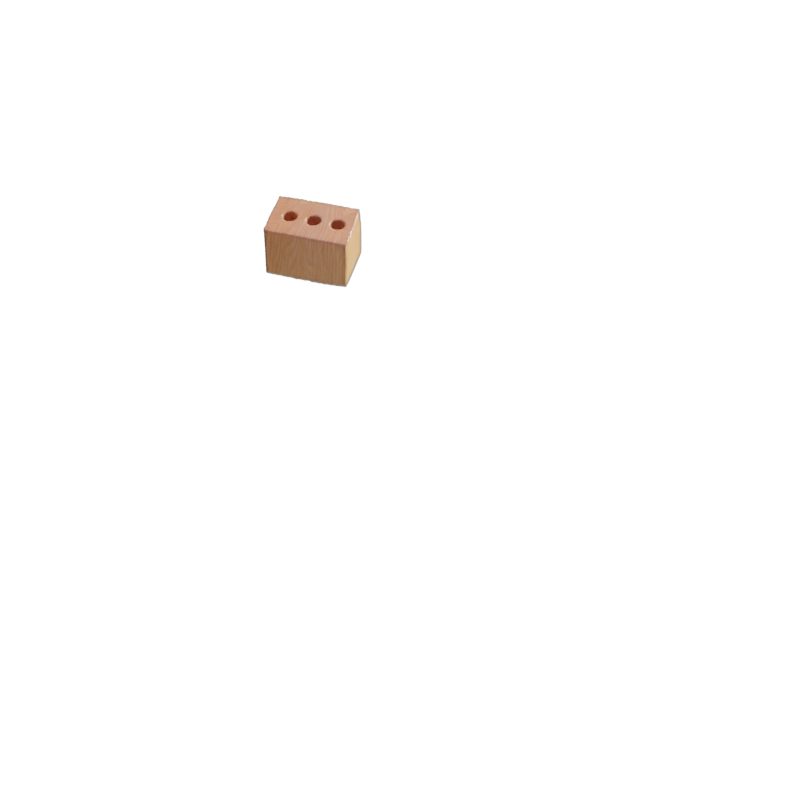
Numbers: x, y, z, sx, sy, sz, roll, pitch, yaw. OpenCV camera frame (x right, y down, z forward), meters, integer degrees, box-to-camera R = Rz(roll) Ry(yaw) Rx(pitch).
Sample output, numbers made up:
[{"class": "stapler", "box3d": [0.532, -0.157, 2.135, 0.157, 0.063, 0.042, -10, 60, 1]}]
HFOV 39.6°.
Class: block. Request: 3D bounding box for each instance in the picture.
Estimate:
[{"class": "block", "box3d": [-0.078, -0.142, 0.992, 0.079, 0.048, 0.055, 11, 44, 10]}]
